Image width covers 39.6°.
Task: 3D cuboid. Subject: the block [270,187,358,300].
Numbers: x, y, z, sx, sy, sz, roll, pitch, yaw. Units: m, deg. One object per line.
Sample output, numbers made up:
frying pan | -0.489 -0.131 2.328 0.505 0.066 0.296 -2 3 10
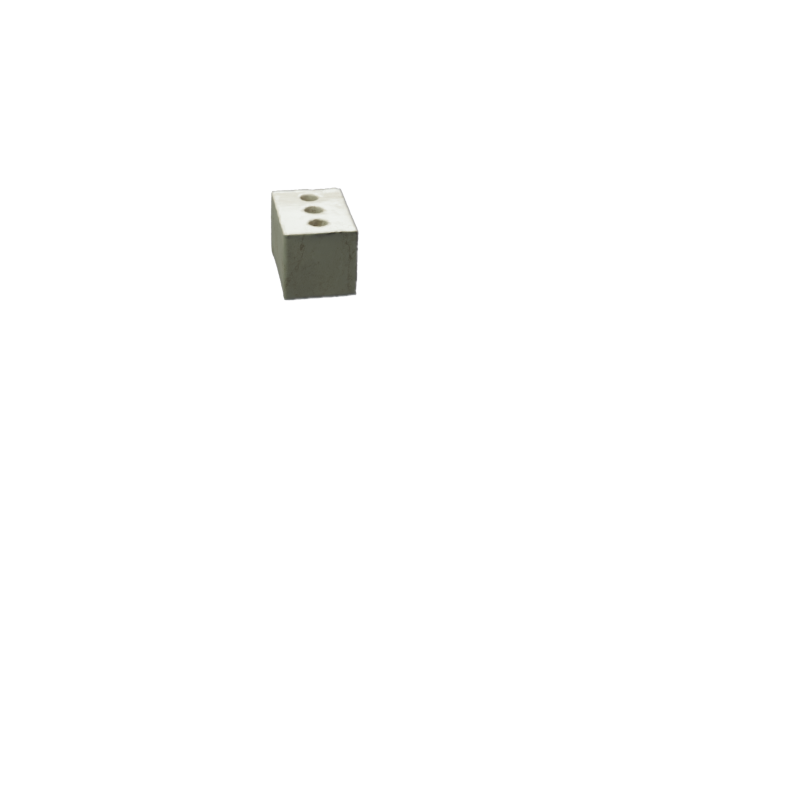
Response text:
block | -0.061 -0.112 0.783 0.052 0.048 0.083 -5 31 -10
